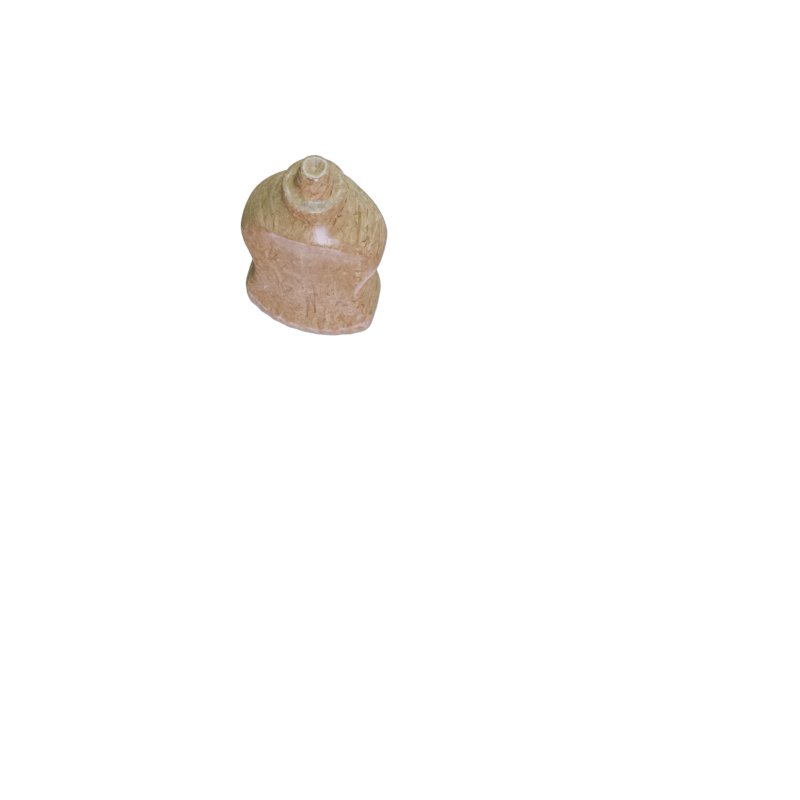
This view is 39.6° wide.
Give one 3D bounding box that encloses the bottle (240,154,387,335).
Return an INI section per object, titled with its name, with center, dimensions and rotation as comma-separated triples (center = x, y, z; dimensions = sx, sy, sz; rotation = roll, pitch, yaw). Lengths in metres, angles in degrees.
[bottle]
center = -0.058, -0.106, 0.743
dimensions = 0.097, 0.061, 0.182
rotation = 17, -21, 3
